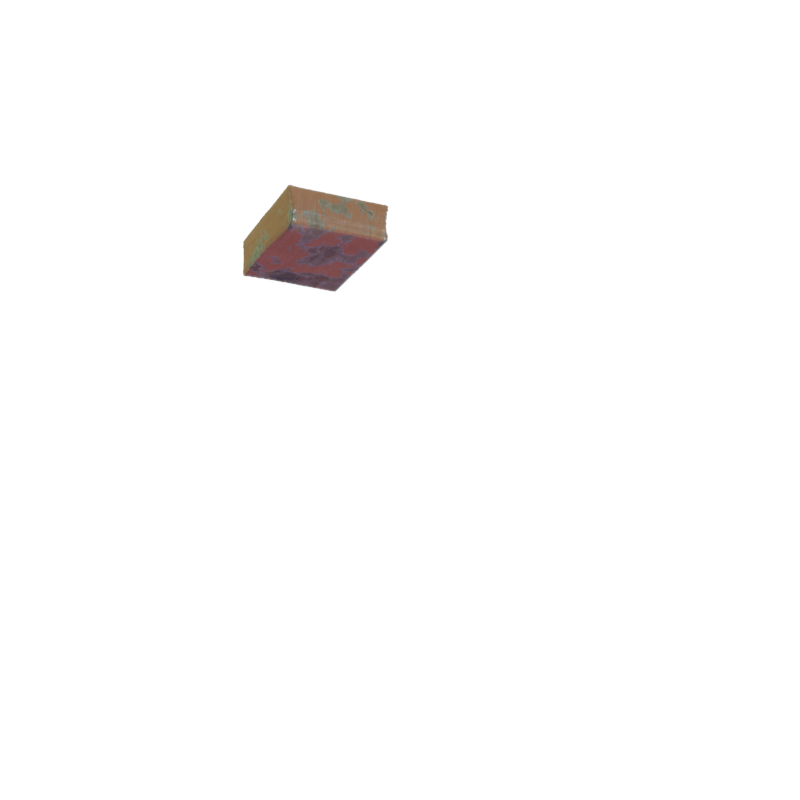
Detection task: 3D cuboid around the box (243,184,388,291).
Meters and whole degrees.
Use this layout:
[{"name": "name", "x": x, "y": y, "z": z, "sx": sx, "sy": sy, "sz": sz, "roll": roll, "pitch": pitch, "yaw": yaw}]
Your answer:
[{"name": "box", "x": -0.074, "y": -0.134, "z": 0.937, "sx": 0.087, "sy": 0.041, "sz": 0.112, "roll": 9, "pitch": -21, "yaw": -24}]
